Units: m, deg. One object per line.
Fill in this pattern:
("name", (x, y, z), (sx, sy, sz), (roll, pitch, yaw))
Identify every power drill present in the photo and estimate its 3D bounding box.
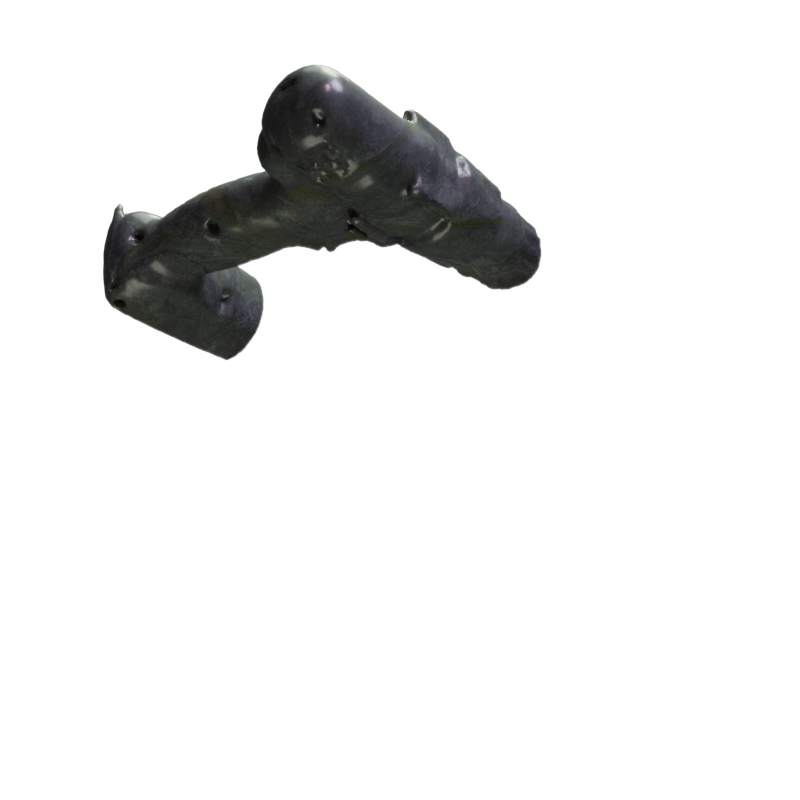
("power drill", (-0.044, -0.081, 0.567), (0.188, 0.061, 0.172), (-23, -37, 34))
